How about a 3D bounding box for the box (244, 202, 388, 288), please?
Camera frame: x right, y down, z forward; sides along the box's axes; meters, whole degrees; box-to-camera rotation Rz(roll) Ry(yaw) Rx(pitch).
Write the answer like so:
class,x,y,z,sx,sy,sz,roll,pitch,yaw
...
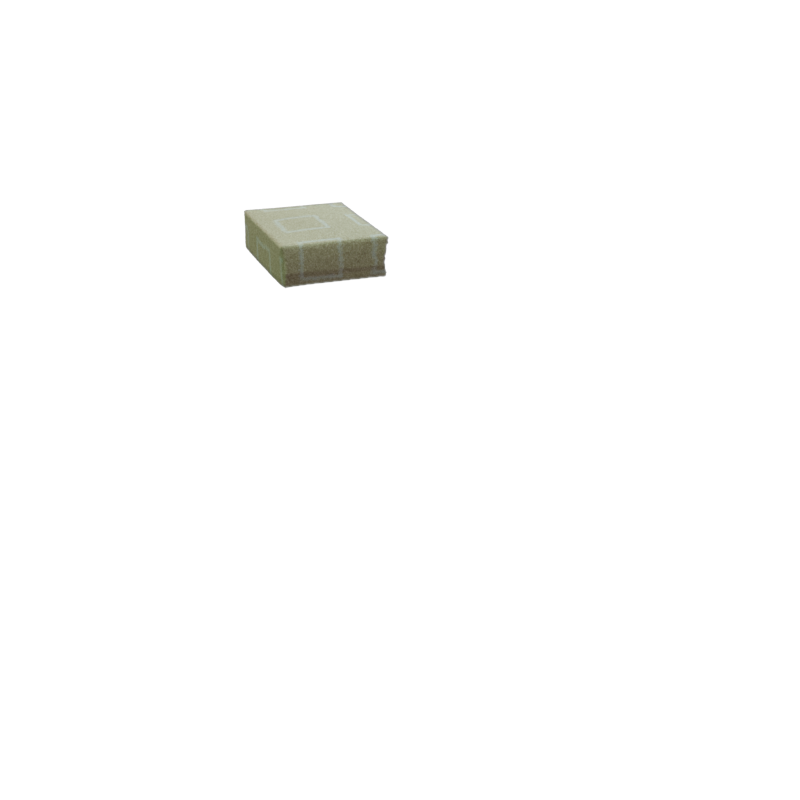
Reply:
class,x,y,z,sx,sy,sz,roll,pitch,yaw
box,-0.072,-0.130,0.914,0.088,0.037,0.121,-9,27,-19
